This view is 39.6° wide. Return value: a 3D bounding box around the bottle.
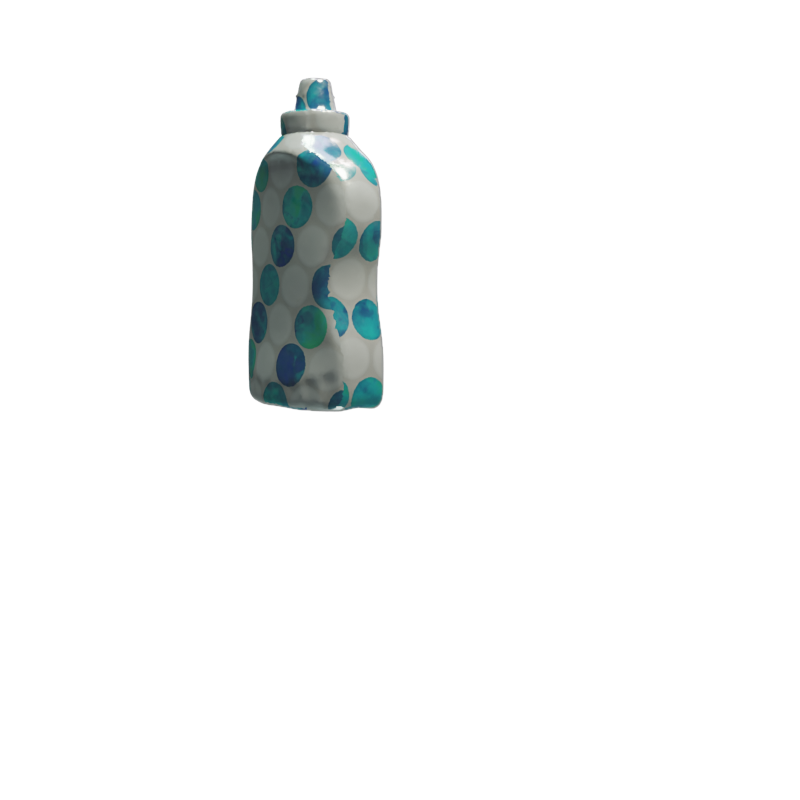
[{"bbox_3d":[-0.051,-0.093,0.653,0.056,0.192,0.099,1,-1,-37],"label":"bottle"}]
